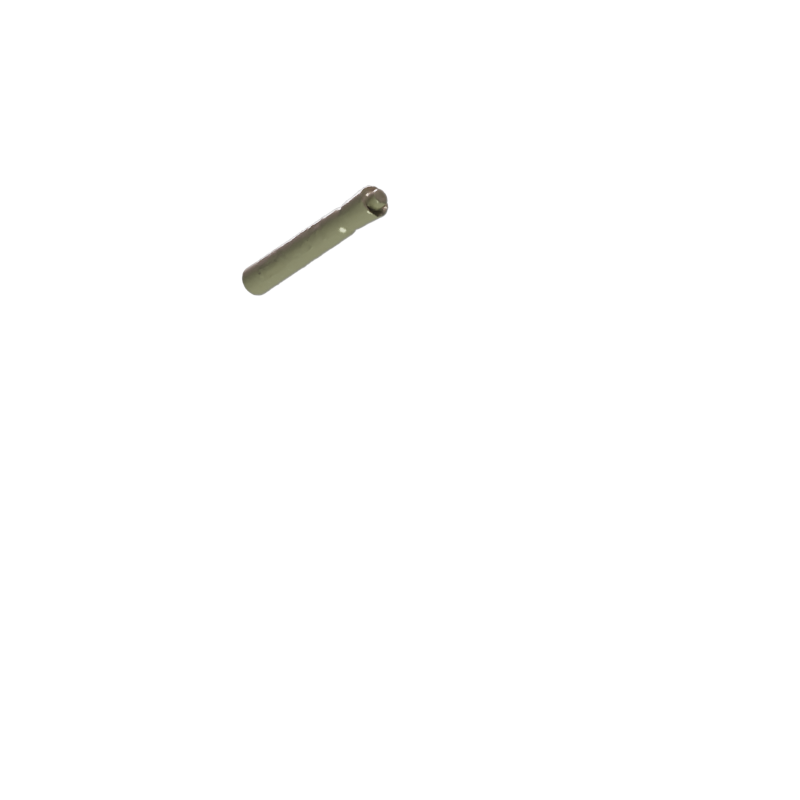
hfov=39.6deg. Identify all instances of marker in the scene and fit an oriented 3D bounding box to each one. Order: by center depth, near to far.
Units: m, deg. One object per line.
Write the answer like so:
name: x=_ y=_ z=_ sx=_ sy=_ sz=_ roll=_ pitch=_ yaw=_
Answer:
marker: x=-0.049 y=-0.089 z=0.623 sx=0.019 sy=0.020 sz=0.121 roll=-3 pitch=-15 yaw=-43
